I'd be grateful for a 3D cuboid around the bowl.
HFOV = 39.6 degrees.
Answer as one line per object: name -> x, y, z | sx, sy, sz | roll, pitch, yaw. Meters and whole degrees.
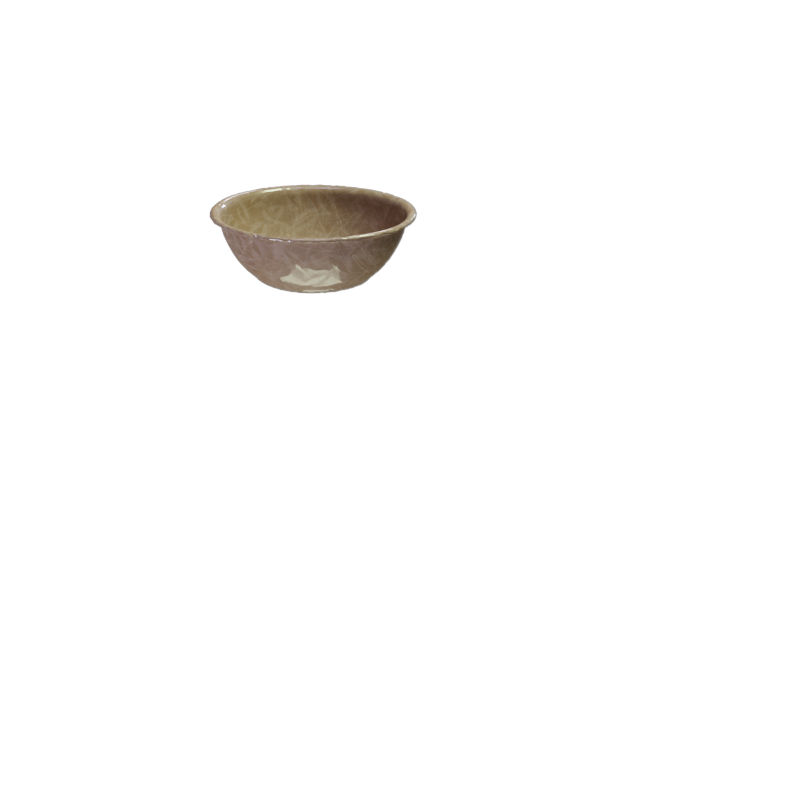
bowl -> -0.068, -0.125, 0.874 | 0.162, 0.052, 0.170 | -1, 24, -2
